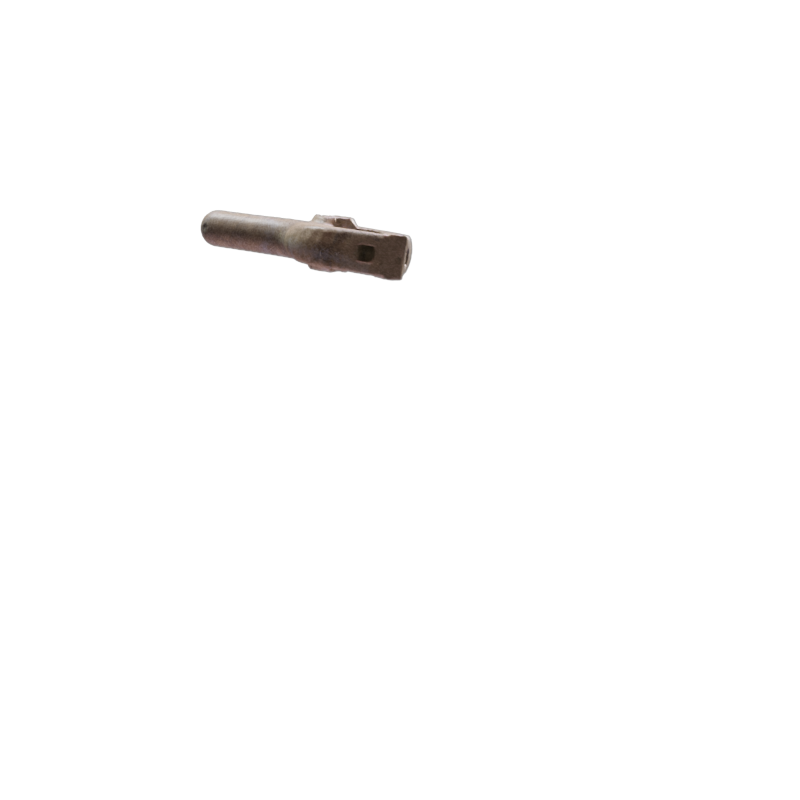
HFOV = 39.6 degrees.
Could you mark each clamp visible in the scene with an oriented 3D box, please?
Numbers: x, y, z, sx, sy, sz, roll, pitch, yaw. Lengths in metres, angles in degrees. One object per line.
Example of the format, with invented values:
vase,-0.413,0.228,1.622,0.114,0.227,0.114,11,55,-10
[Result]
clamp,-0.056,-0.102,0.711,0.117,0.039,0.178,-4,11,-21
